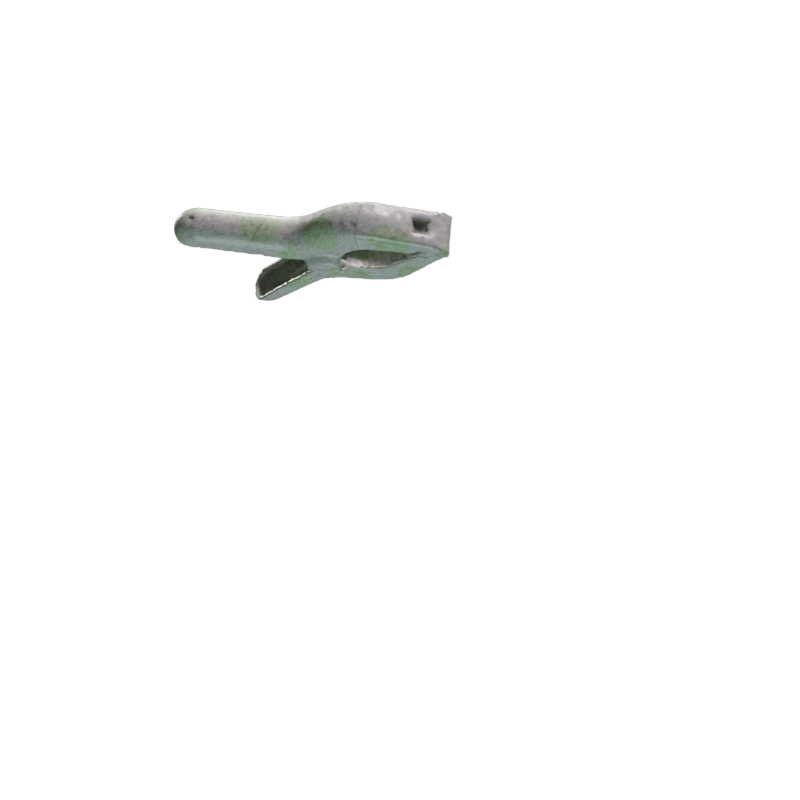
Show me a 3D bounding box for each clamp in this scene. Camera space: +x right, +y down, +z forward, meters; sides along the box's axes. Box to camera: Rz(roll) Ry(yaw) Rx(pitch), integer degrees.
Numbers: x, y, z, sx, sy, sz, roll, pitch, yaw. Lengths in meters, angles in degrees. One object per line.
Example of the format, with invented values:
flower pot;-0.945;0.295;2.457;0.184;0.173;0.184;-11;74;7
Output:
clamp;-0.055;-0.101;0.705;0.175;0.041;0.113;-8;-15;32
